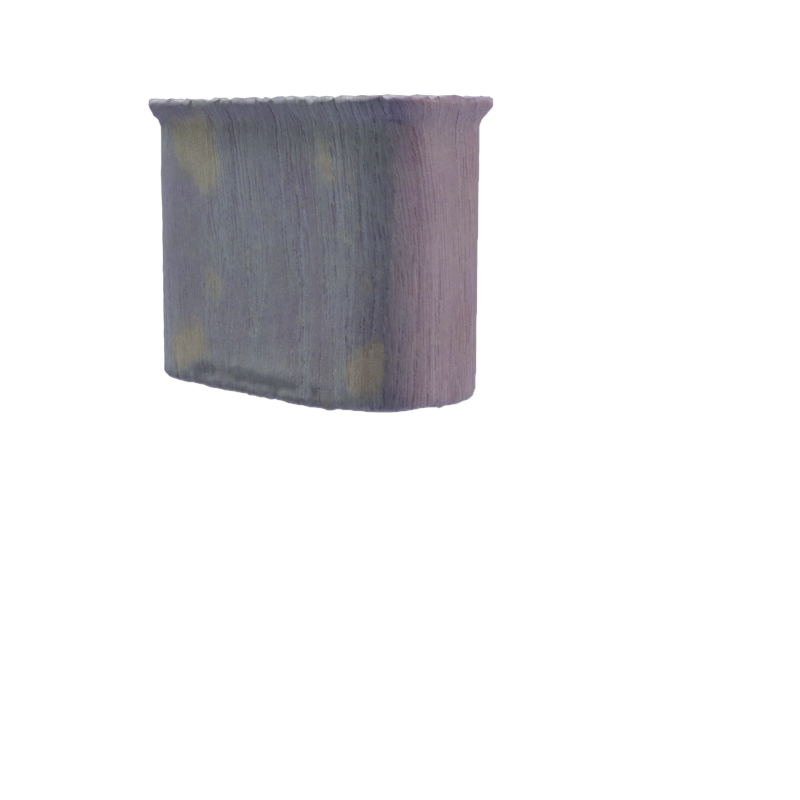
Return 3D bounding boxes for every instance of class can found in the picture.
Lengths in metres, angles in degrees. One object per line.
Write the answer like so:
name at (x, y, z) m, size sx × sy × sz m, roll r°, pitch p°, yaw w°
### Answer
can at (-0.025, -0.046, 0.324) m, size 0.107 × 0.082 × 0.056 m, roll 9°, pitch 12°, yaw 38°
